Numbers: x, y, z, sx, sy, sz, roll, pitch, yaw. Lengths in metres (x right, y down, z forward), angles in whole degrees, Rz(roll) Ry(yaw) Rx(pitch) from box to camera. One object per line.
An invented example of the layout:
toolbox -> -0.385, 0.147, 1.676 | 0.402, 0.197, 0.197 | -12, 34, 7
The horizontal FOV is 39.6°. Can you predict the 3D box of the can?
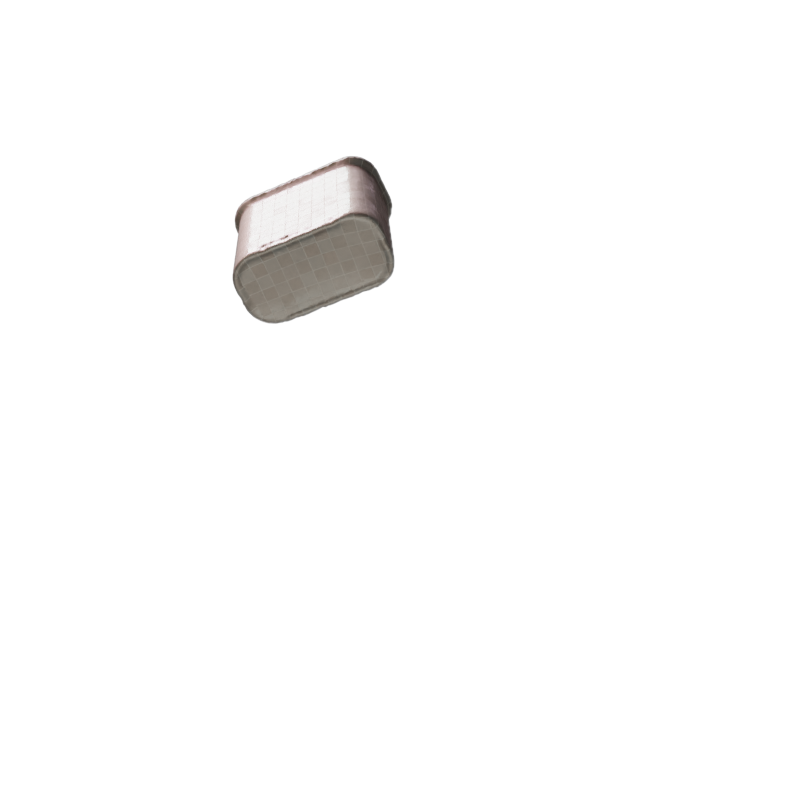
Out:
can -> -0.055, -0.099, 0.696 | 0.102, 0.054, 0.089 | -21, 30, 10
